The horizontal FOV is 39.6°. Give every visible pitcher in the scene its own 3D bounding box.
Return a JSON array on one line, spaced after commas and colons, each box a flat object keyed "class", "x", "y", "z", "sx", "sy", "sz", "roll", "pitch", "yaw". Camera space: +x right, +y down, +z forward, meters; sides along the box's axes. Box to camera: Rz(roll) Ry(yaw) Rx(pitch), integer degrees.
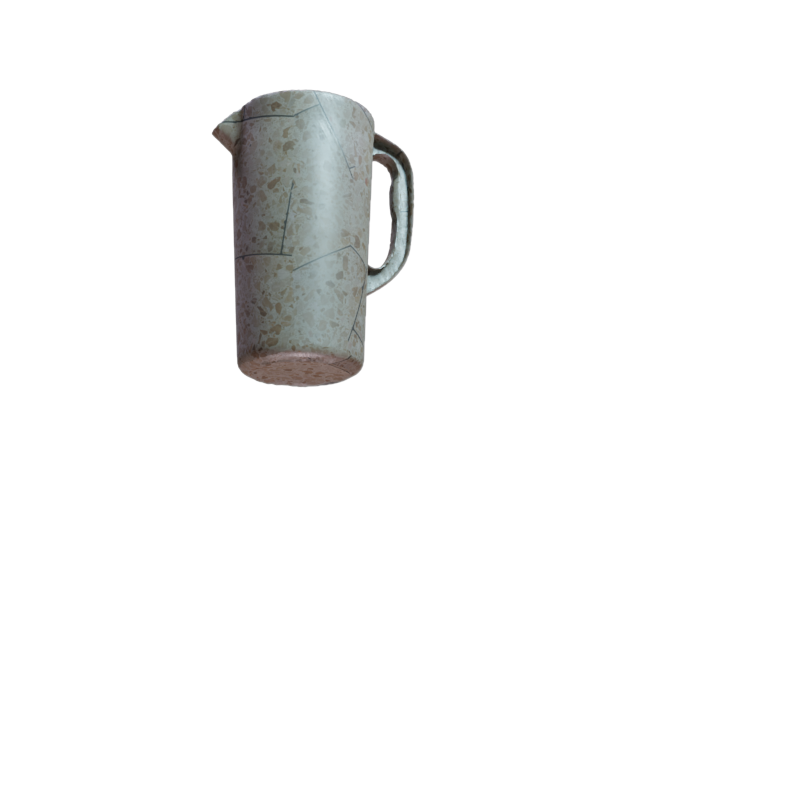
[{"class": "pitcher", "x": -0.077, "y": -0.140, "z": 0.980, "sx": 0.152, "sy": 0.254, "sz": 0.136, "roll": -9, "pitch": -20, "yaw": 22}]
